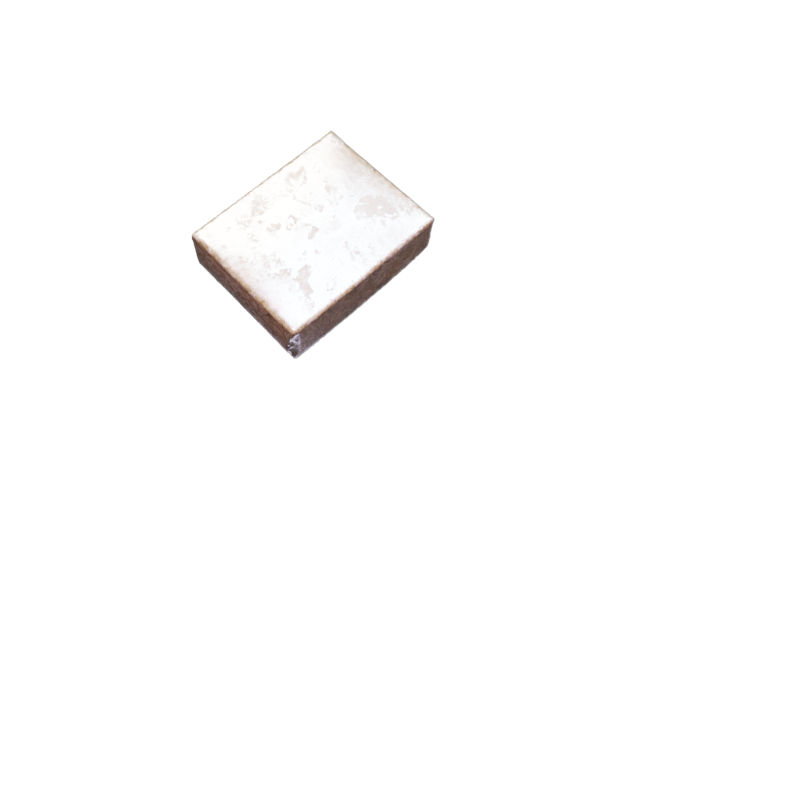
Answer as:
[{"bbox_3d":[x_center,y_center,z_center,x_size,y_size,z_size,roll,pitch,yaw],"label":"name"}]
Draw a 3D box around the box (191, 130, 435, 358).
[{"bbox_3d":[-0.051,-0.093,0.650,0.114,0.095,0.036,-40,-22,-20],"label":"box"}]
